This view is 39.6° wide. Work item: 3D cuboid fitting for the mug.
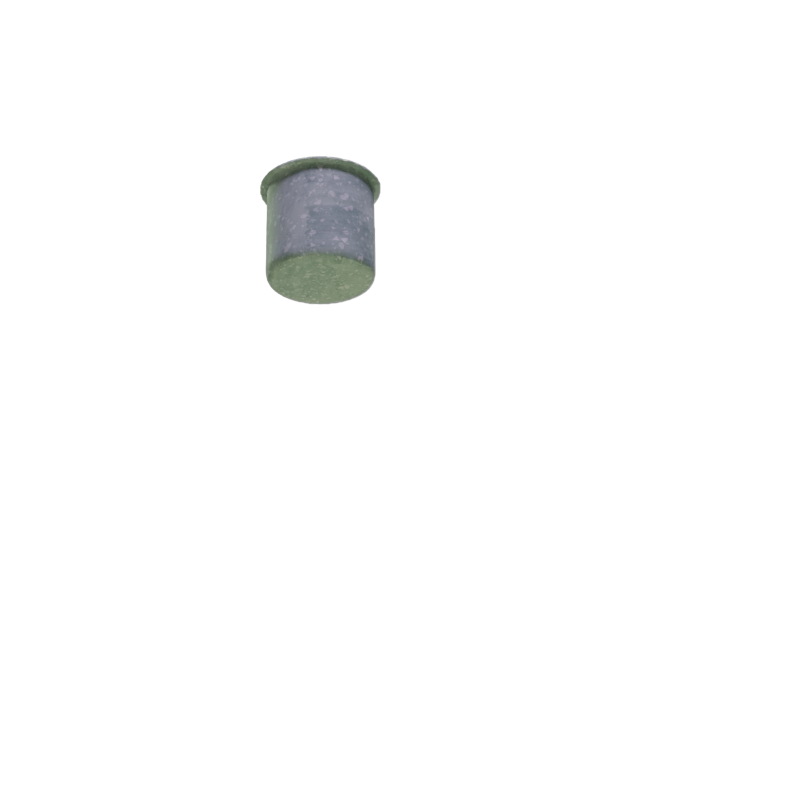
[{"bbox_3d":[-0.066,-0.120,0.844,0.089,0.086,0.115,13,-28,-27],"label":"mug"}]
